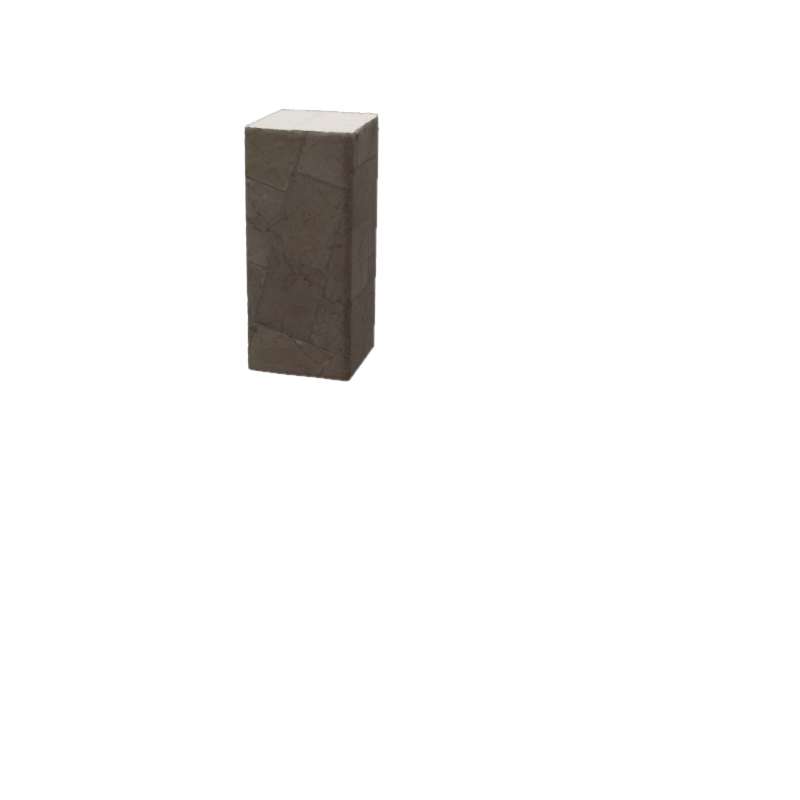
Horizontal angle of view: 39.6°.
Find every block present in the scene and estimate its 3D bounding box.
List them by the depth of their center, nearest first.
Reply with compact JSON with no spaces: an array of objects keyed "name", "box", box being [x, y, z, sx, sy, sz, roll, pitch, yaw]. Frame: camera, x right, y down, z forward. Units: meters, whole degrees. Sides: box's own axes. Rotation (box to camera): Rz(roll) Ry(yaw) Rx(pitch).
[{"name":"block","box":[-0.072,-0.131,0.922,0.092,0.198,0.092,6,18,14]}]
